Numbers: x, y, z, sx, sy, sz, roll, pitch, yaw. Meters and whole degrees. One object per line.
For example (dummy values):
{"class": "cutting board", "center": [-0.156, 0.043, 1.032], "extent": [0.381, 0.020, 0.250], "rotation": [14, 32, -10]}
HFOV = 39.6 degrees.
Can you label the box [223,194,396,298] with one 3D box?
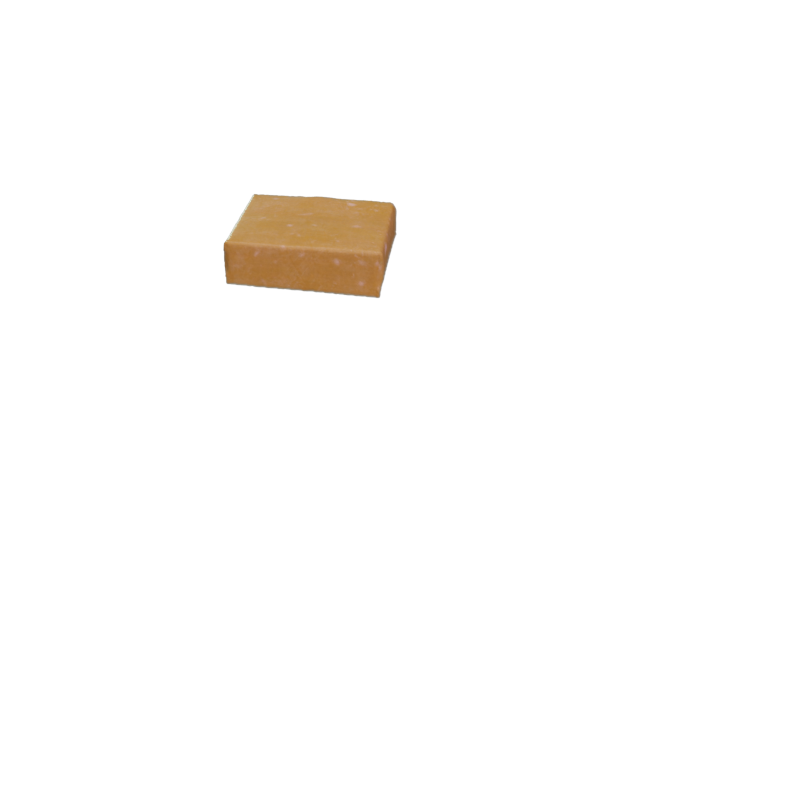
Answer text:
{"class": "box", "center": [-0.050, -0.091, 0.636], "extent": [0.090, 0.028, 0.077], "rotation": [4, 30, 7]}
